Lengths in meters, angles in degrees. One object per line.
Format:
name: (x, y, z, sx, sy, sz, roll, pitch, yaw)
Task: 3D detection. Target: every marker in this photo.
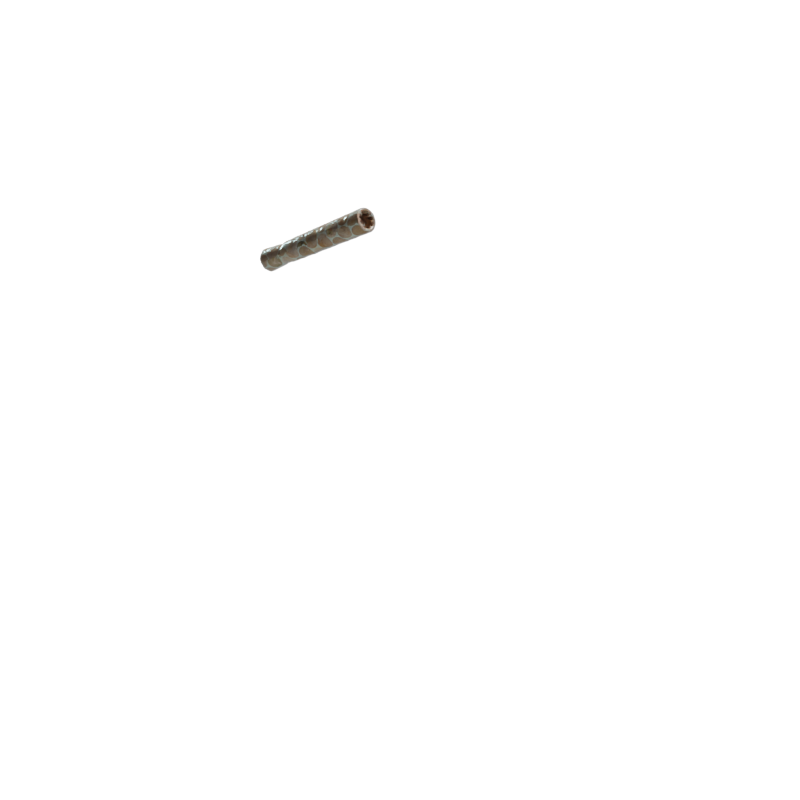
marker: (-0.066, -0.121, 0.846, 0.019, 0.020, 0.123, -4, -7, -44)
